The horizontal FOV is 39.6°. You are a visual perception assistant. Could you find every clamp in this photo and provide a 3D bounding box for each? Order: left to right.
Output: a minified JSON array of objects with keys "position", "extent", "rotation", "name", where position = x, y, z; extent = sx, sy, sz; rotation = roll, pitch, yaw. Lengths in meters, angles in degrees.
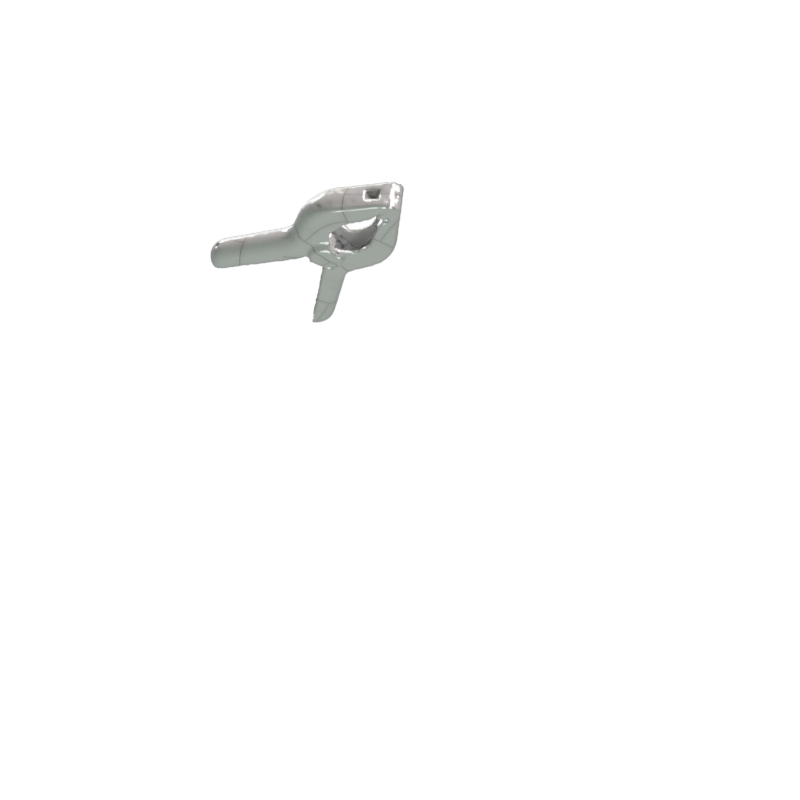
[{"position":[-0.068,-0.124,0.870],"extent":[0.115,0.042,0.168],"rotation":[19,-38,-27],"name":"clamp"}]
